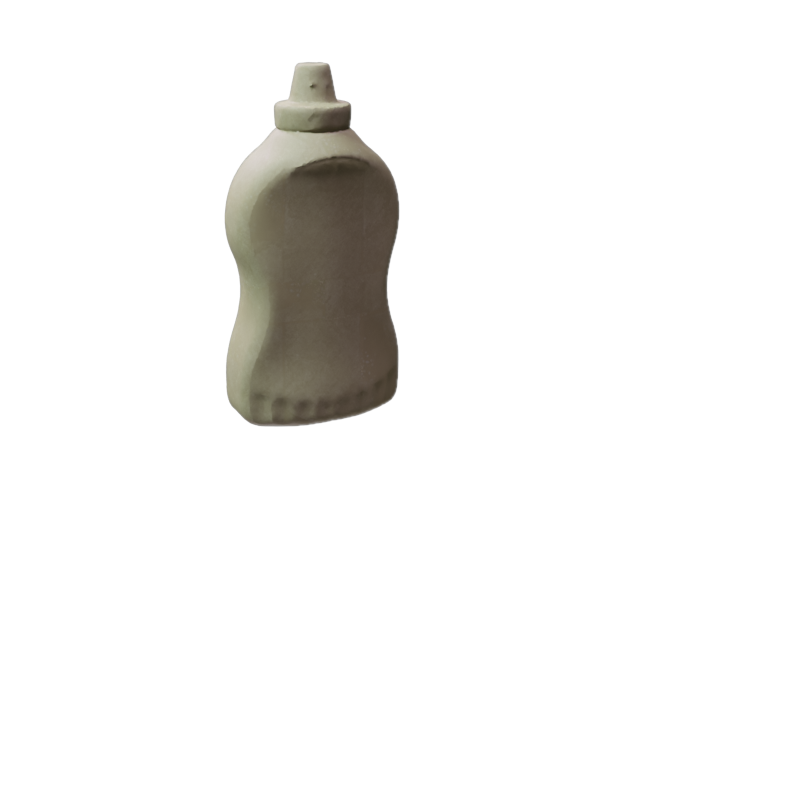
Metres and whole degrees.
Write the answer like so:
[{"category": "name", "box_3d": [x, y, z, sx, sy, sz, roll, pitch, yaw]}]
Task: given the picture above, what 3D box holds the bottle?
[{"category": "bottle", "box_3d": [-0.047, -0.086, 0.602, 0.094, 0.185, 0.062, -7, 17, -24]}]
